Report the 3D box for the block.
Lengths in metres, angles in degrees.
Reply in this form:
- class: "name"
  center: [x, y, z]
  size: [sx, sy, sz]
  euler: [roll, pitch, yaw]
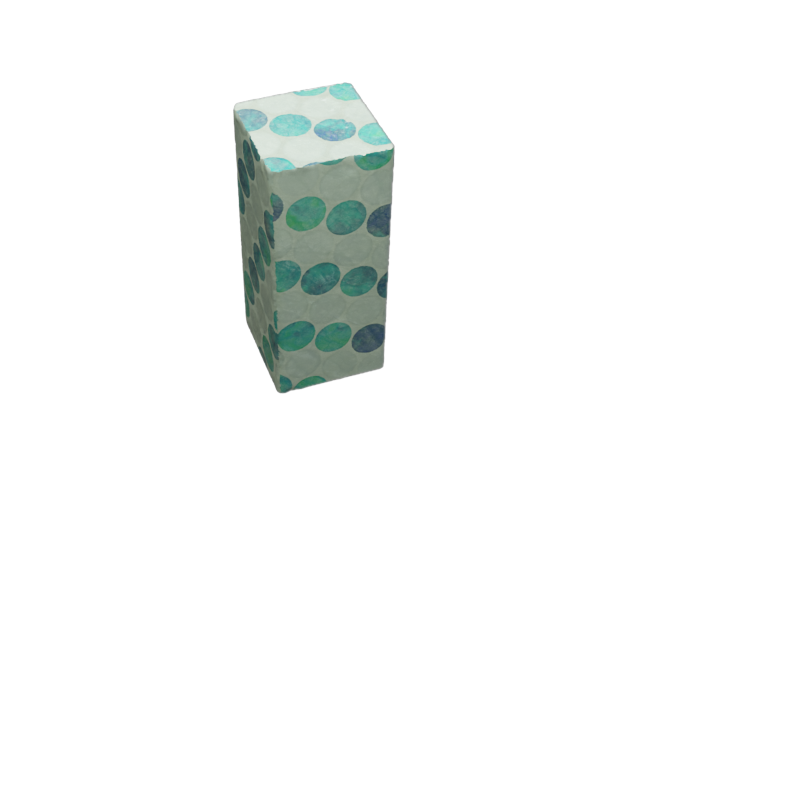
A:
- class: "block"
  center: [-0.064, -0.116, 0.813]
  size: [0.089, 0.192, 0.098]
  euler: [-13, 46, -17]
